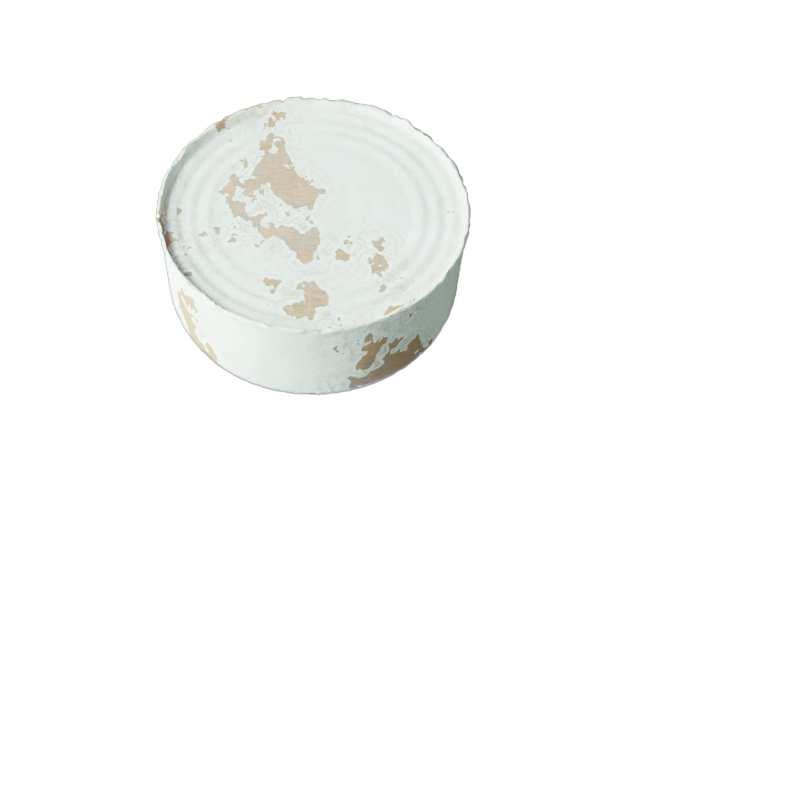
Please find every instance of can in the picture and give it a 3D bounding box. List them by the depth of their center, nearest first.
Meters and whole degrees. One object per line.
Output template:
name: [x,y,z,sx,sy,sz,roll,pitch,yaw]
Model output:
can: [-0.025,-0.045,0.315,0.086,0.092,0.031,-1,-37,-1]
